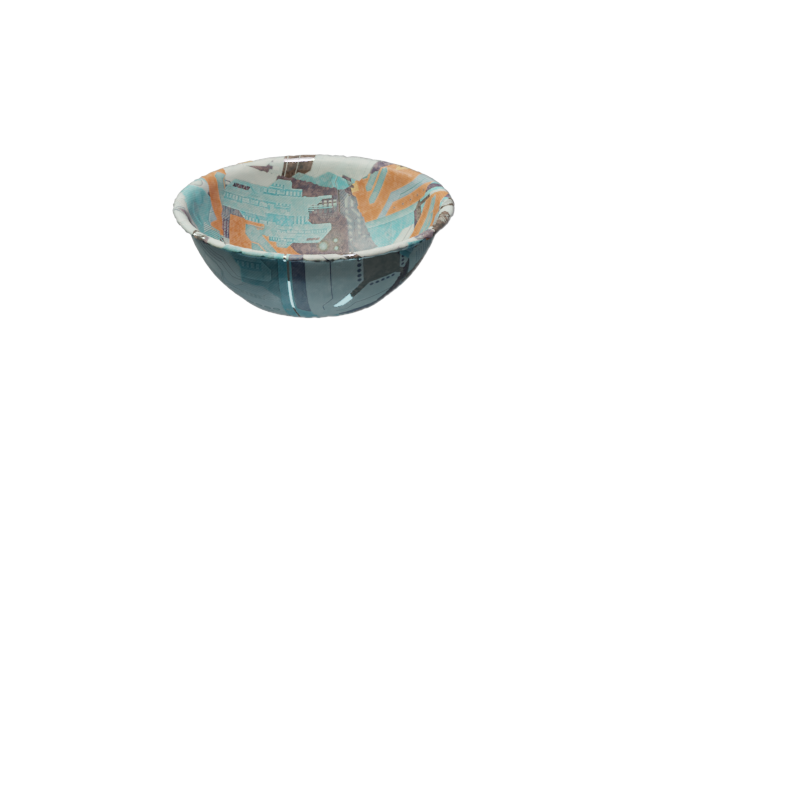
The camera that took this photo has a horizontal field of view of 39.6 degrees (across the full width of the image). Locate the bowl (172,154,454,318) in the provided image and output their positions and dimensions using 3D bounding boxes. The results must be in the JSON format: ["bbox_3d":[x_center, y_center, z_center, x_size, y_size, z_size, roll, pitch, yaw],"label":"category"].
[{"bbox_3d":[-0.051,-0.093,0.648,0.162,0.052,0.172,-1,30,-2],"label":"bowl"}]
